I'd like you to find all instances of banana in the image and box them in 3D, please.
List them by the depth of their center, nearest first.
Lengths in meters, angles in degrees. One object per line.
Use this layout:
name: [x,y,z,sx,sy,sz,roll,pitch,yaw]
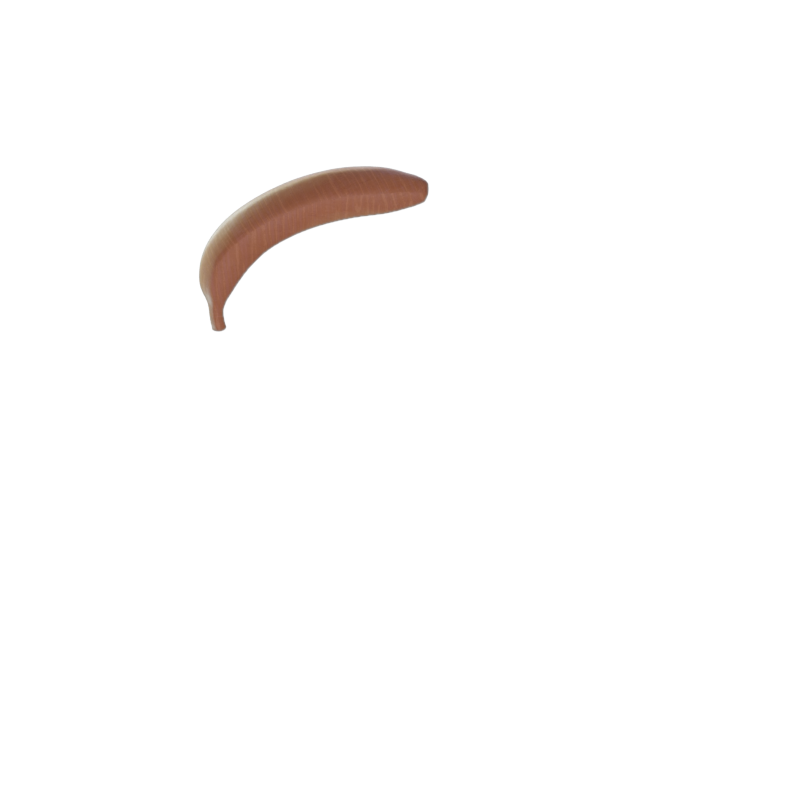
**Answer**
banana: [-0.077,-0.125,0.802,0.197,0.065,0.039,-29,31,19]
